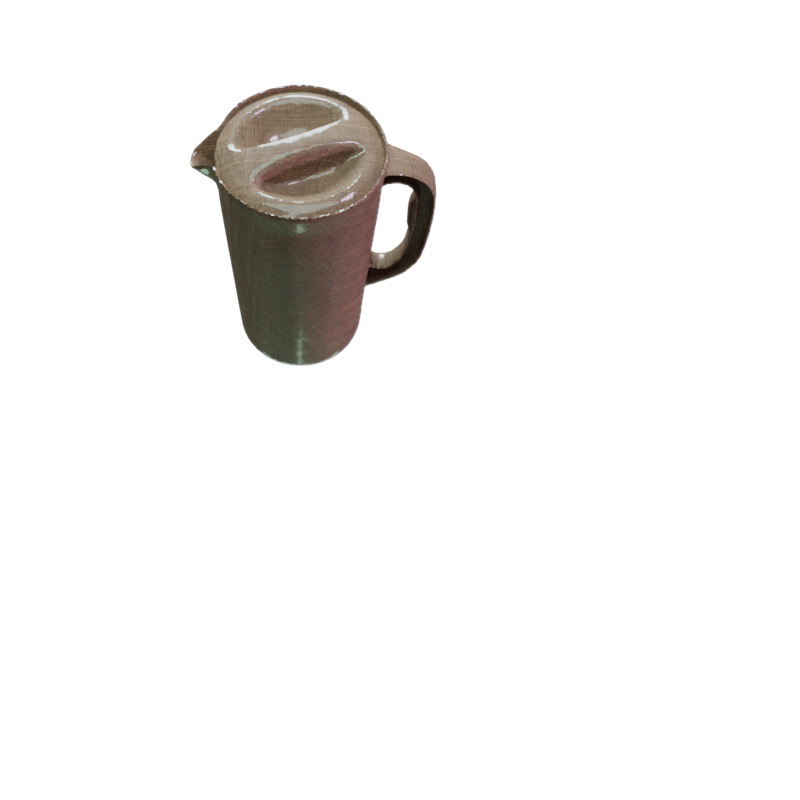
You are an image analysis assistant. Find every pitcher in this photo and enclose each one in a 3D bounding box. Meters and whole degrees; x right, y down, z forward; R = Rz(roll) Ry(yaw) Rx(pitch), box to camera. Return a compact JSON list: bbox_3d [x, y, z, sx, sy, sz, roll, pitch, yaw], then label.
[{"bbox_3d":[-0.072,-0.131,0.916,0.146,0.158,0.228,-38,-23,-23],"label":"pitcher"}]
